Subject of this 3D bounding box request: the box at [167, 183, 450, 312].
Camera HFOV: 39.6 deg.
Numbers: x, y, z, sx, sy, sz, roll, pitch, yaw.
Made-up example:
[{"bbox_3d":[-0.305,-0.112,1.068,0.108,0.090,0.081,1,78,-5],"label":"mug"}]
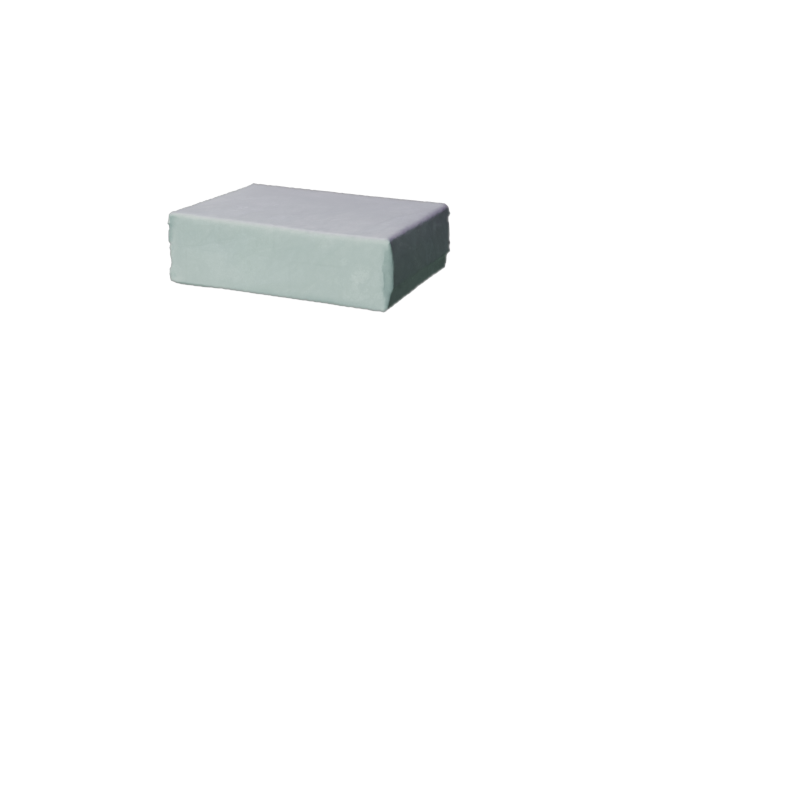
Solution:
[{"bbox_3d":[-0.042,-0.077,0.537,0.117,0.038,0.090,7,19,20],"label":"box"}]
